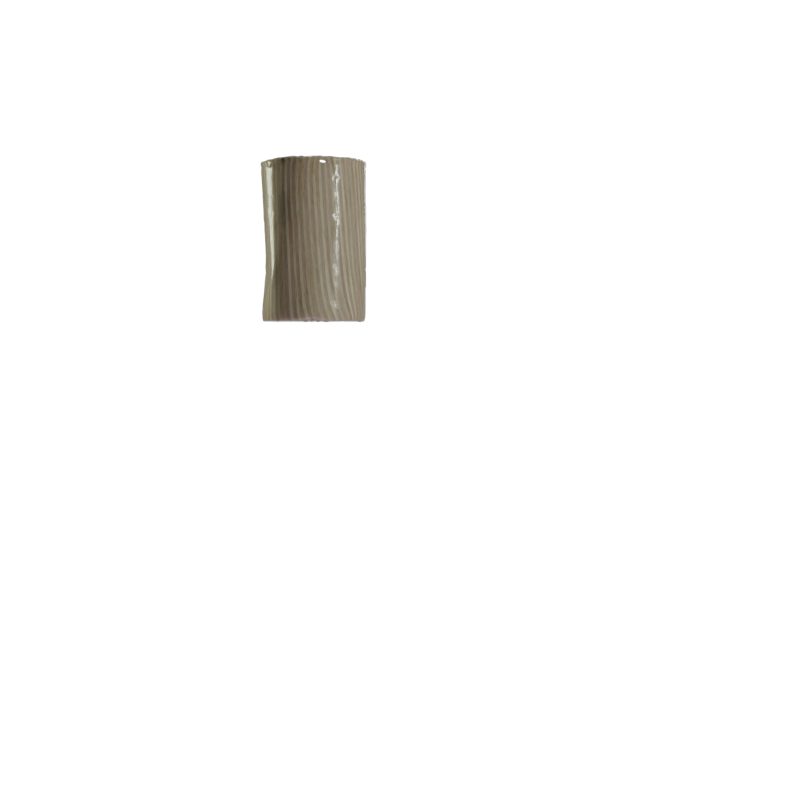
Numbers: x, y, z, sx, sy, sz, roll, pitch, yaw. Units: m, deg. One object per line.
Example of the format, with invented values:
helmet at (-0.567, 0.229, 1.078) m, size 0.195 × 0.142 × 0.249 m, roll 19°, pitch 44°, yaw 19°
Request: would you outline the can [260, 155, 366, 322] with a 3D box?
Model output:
can at (-0.055, -0.101, 0.708) m, size 0.068 × 0.103 × 0.068 m, roll 0°, pitch -2°, yaw -2°
